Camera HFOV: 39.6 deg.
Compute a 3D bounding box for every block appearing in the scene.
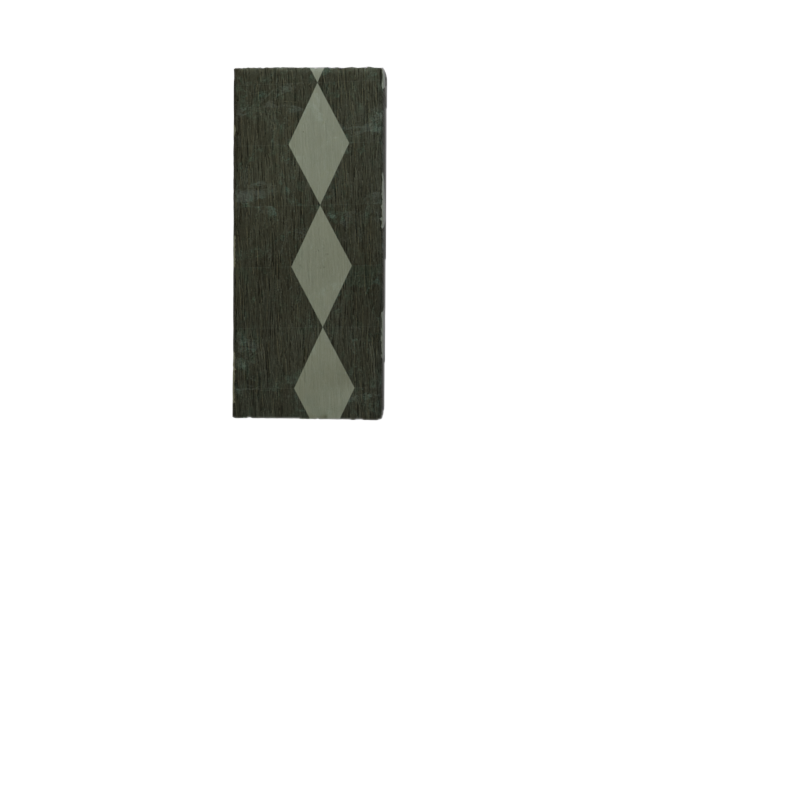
[{"bbox_3d":[-0.054,-0.099,0.690,0.091,0.205,0.090,0,2,2],"label":"block"}]
